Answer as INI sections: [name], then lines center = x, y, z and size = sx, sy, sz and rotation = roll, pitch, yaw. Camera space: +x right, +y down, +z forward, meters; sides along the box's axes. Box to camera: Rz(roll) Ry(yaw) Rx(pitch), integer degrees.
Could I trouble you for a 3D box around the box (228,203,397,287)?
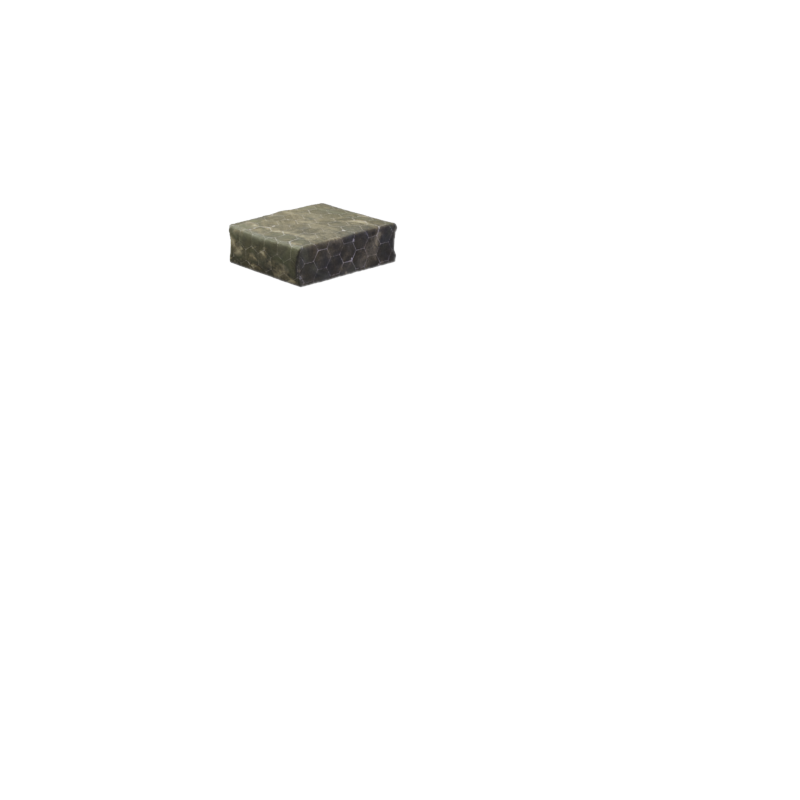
[box]
center = -0.058, -0.106, 0.740
size = 0.088, 0.029, 0.078
rotation = -21, 31, -40
